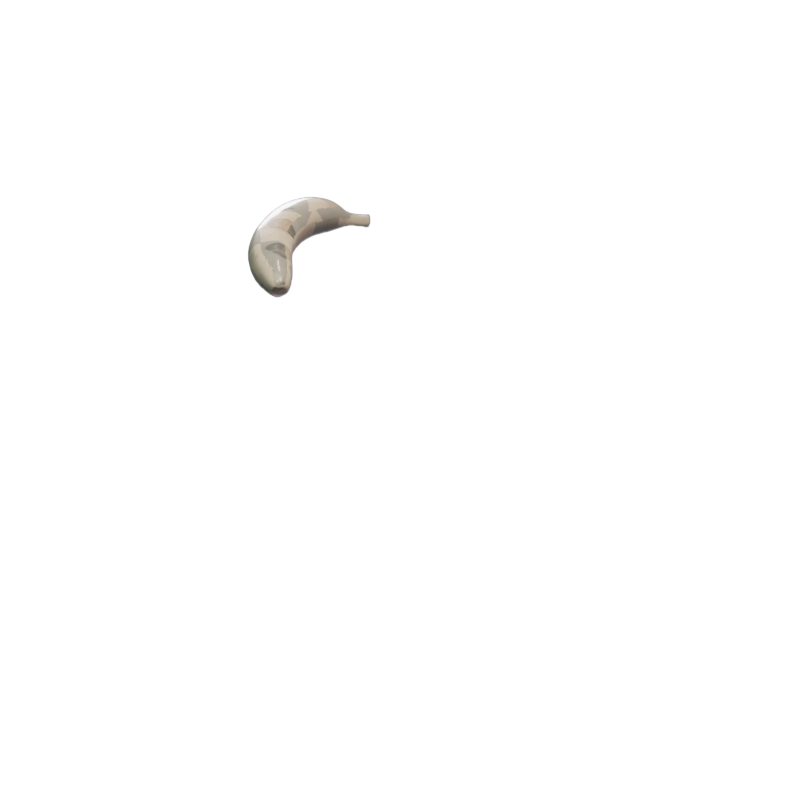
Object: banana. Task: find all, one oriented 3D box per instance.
[{"bbox_3d":[-0.089,-0.139,0.945,0.072,0.035,0.202,9,29,17],"label":"banana"}]
